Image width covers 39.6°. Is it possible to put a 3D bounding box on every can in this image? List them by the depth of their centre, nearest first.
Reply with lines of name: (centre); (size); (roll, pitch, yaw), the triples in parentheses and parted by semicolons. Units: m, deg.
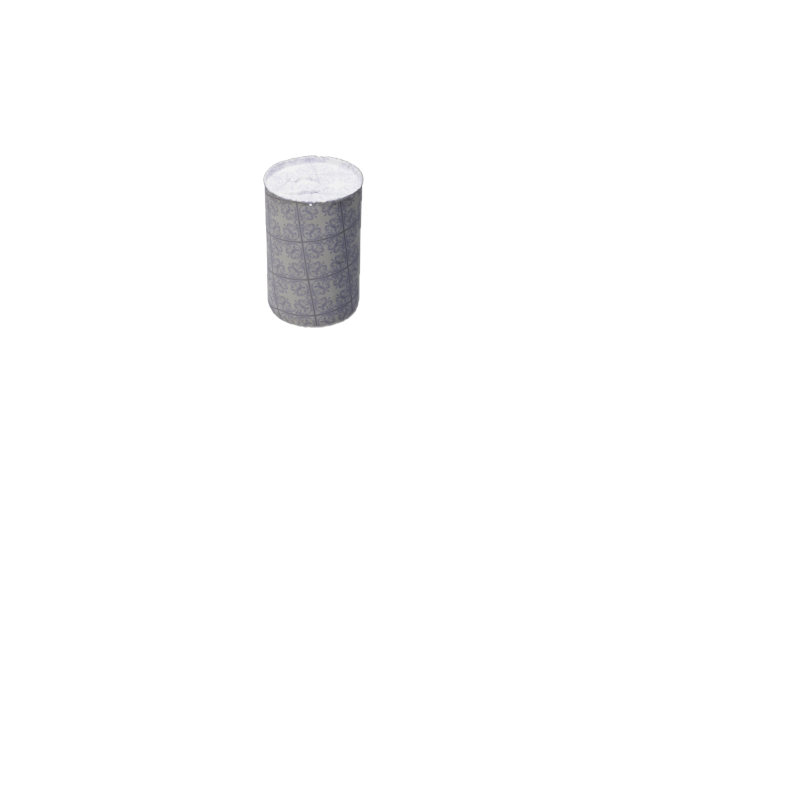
can: (-0.061, -0.111, 0.775); (0.068, 0.096, 0.073); (0, 34, -3)
